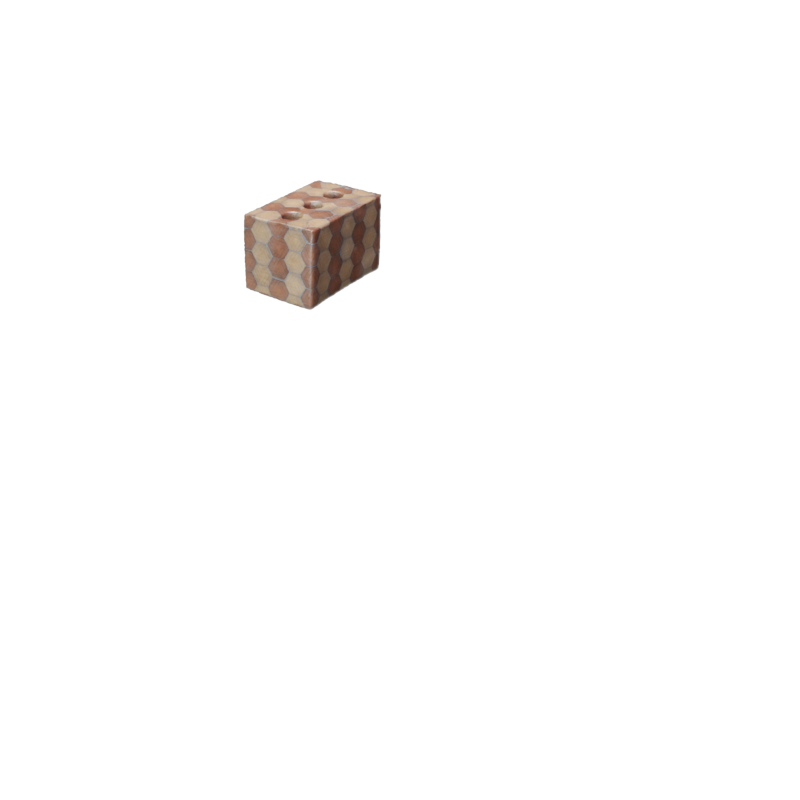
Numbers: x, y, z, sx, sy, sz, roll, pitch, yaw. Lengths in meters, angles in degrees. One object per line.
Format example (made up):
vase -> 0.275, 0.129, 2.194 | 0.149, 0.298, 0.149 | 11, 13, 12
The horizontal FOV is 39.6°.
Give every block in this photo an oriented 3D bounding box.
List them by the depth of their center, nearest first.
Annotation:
block -> -0.054, -0.099, 0.692 | 0.055, 0.048, 0.078 | 17, 32, 28
